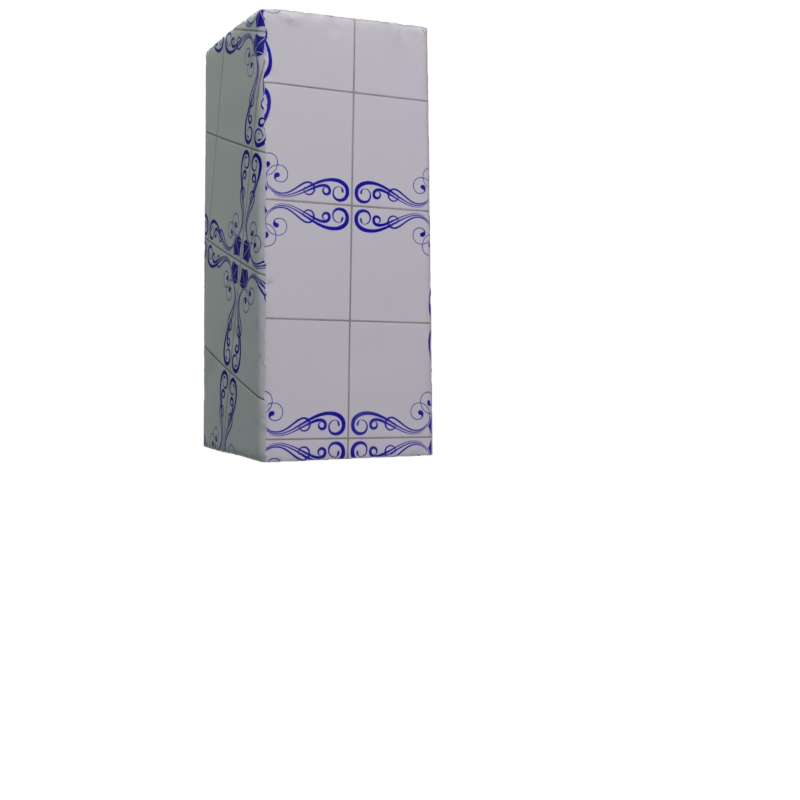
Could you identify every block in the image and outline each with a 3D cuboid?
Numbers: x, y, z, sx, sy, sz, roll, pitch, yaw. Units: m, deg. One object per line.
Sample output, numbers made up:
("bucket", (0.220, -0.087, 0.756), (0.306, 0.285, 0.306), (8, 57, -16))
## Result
("block", (-0.043, -0.079, 0.553), (0.088, 0.209, 0.092), (2, -4, -25))
